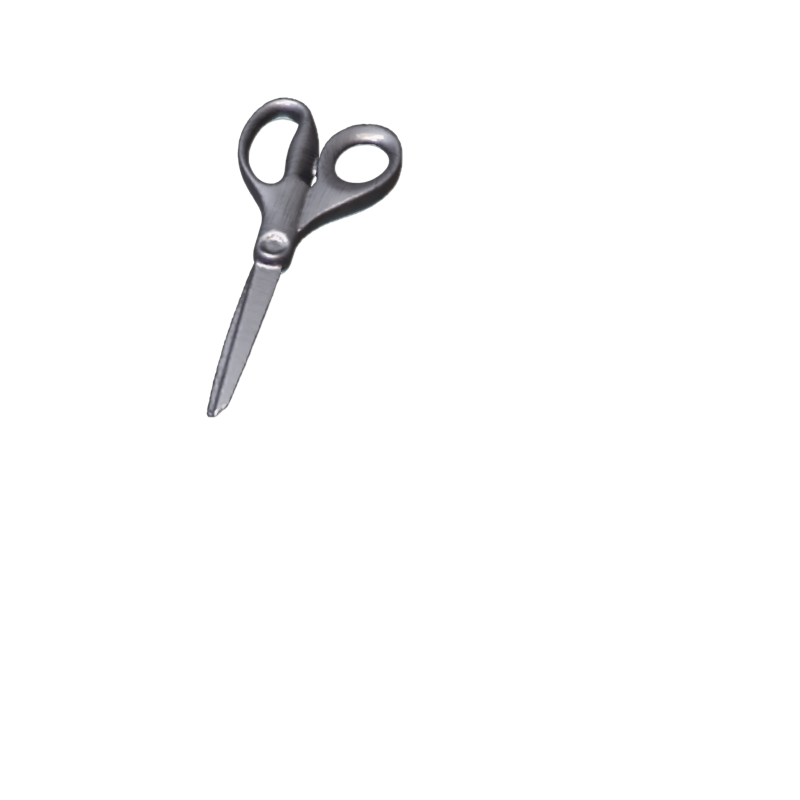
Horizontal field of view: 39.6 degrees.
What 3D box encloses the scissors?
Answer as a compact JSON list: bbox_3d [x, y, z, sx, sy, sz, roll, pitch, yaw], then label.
[{"bbox_3d":[-0.043,-0.078,0.546,0.096,0.217,0.015,-3,-38,-2],"label":"scissors"}]
